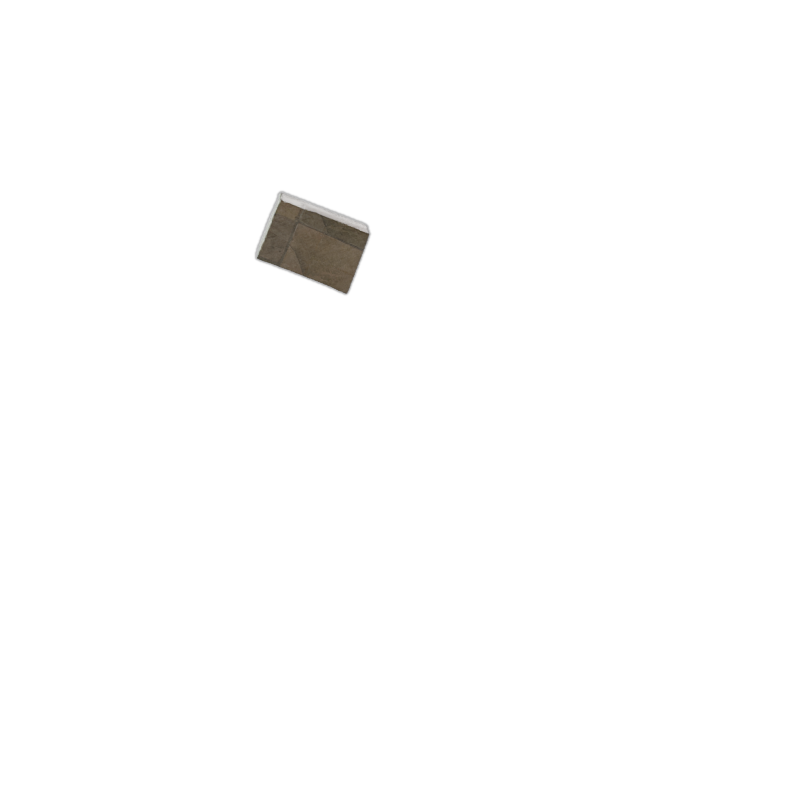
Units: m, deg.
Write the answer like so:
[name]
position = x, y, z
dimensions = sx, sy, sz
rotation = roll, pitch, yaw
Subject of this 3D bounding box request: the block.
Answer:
[block]
position = -0.069, -0.125, 0.877
dimensions = 0.077, 0.052, 0.053
rotation = 22, 11, -5
